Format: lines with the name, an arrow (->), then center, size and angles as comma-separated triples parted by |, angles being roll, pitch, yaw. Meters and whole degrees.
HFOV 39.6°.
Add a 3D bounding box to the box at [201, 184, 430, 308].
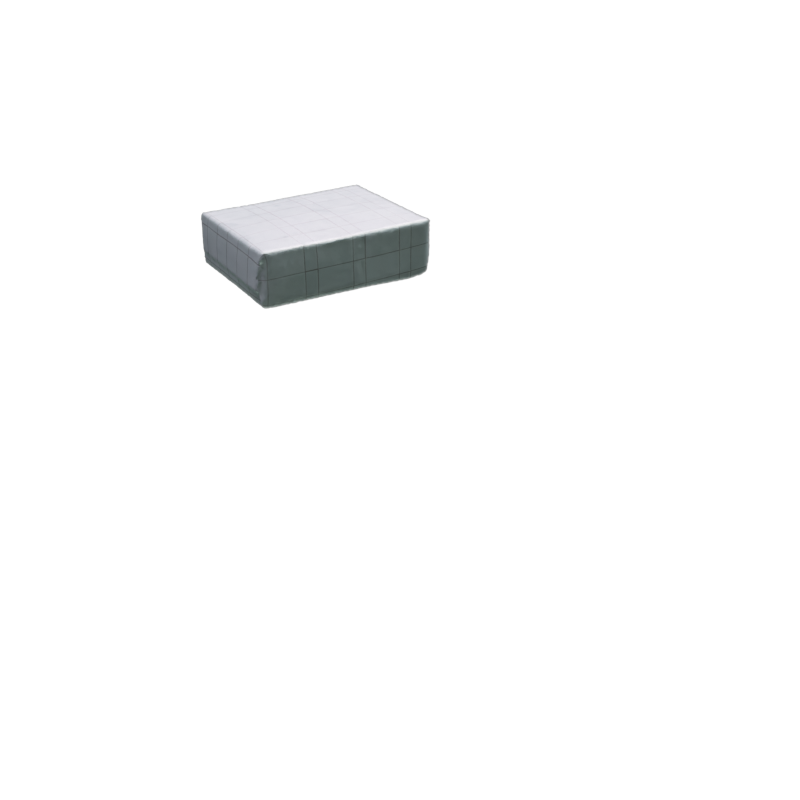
box -> -0.052, -0.095, 0.668 | 0.111, 0.037, 0.096 | -13, 28, -26
